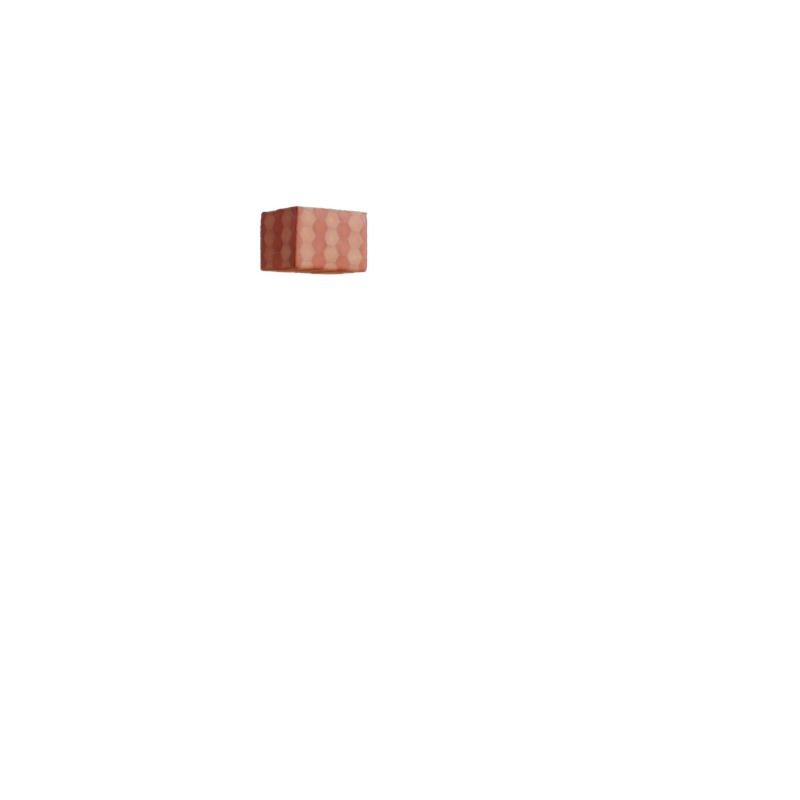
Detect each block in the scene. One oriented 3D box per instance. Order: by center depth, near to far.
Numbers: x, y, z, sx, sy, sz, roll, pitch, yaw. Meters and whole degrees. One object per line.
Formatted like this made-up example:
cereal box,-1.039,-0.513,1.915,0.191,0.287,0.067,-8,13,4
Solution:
block,-0.073,-0.134,0.935,0.075,0.052,0.054,0,-1,-40
